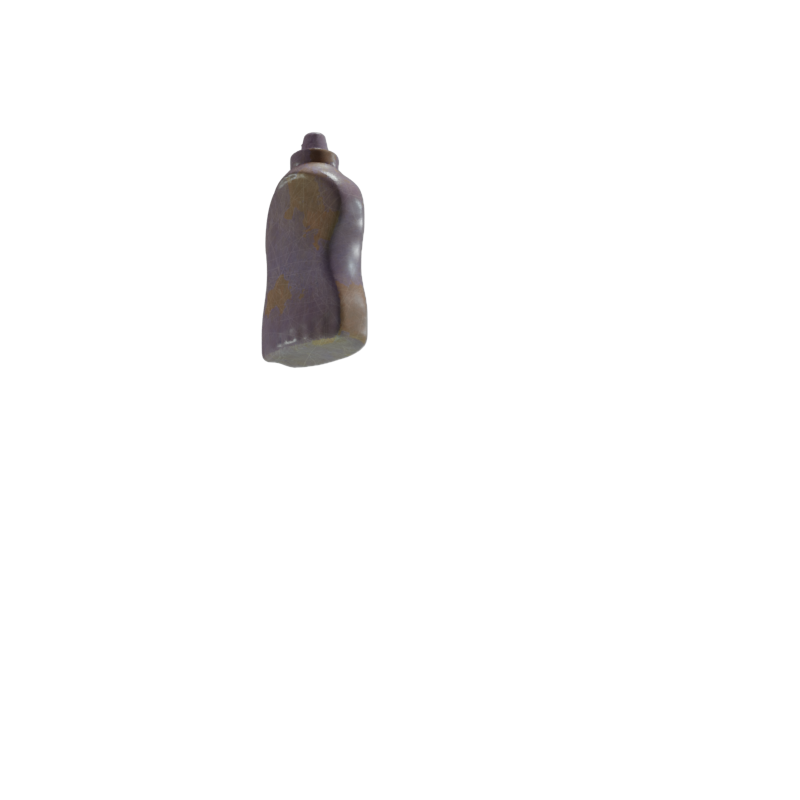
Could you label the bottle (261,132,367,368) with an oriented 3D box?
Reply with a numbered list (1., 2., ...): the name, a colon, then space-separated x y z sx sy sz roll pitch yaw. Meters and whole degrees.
1. bottle: -0.070 -0.128 0.898 0.055 0.201 0.097 16 -26 -40
